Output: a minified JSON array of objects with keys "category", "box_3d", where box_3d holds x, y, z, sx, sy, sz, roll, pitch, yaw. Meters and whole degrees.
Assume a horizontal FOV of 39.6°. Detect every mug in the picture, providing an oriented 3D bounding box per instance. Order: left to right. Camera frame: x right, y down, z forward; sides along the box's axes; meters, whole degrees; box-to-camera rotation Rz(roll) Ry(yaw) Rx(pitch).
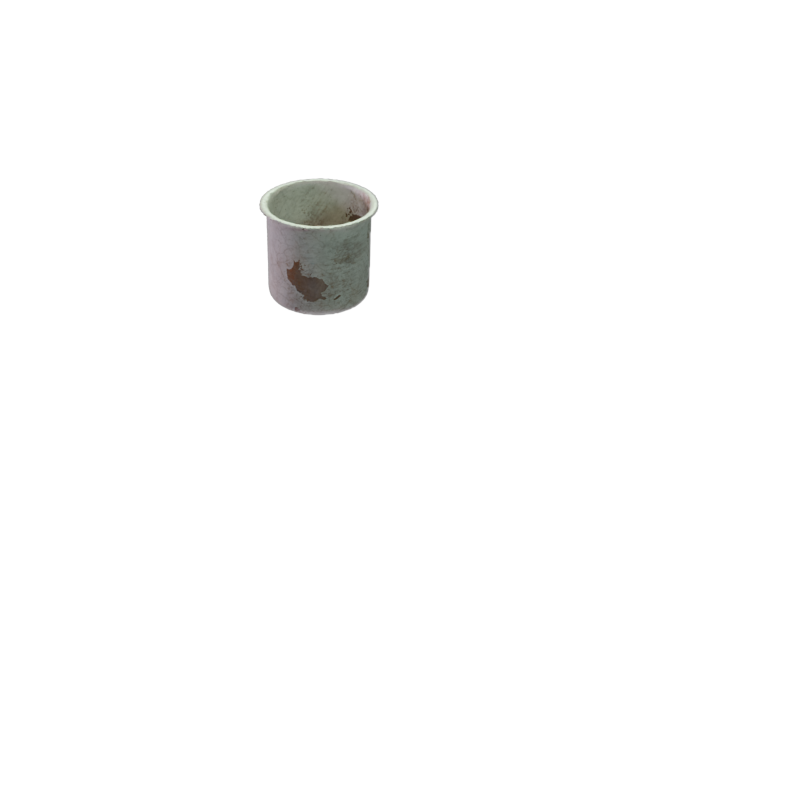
[{"category":"mug","box_3d":[-0.070,-0.127,0.889,0.092,0.077,0.126,-12,34,-21]}]
